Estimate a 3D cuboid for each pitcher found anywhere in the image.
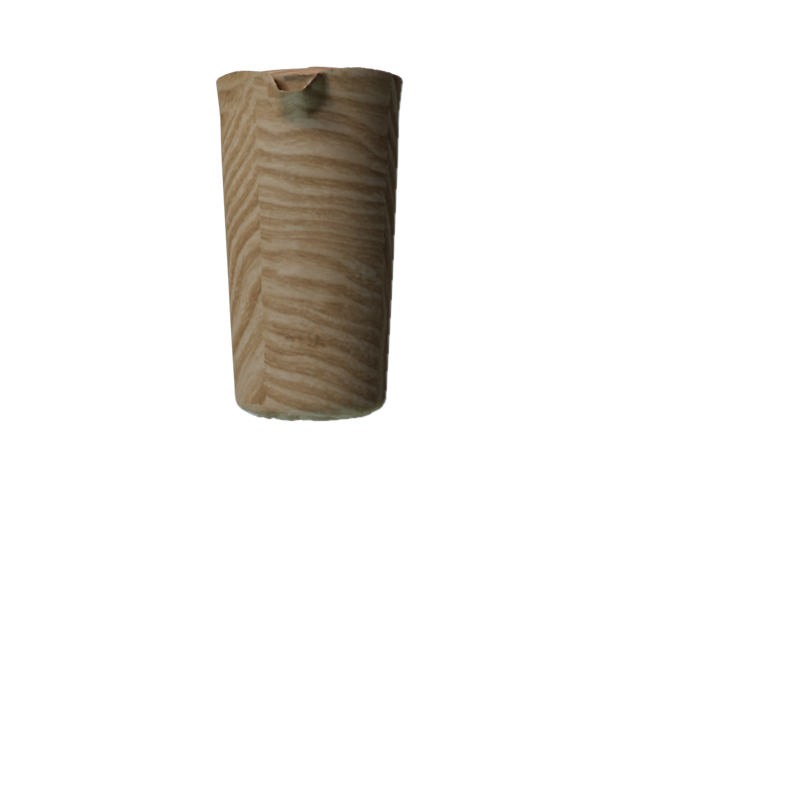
[{"bbox_3d":[-0.063,-0.114,0.801,0.144,0.243,0.151,-1,2,-40],"label":"pitcher"}]
